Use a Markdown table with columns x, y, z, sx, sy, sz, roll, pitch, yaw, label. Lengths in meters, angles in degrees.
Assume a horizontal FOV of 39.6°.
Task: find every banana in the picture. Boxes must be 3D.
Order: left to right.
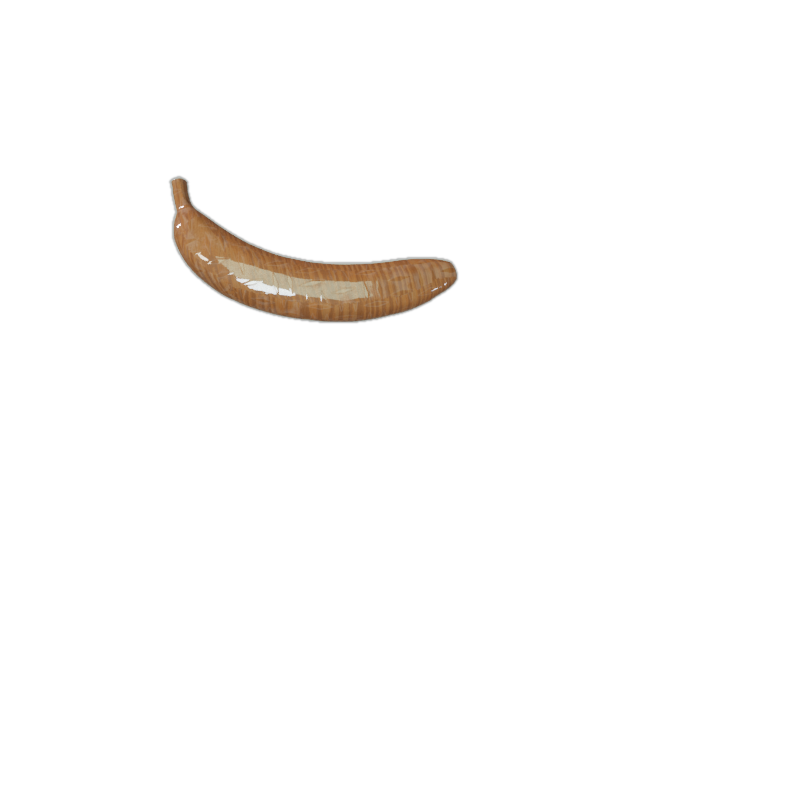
| x | y | z | sx | sy | sz | roll | pitch | yaw | label |
| --- | --- | --- | --- | --- | --- | --- | --- | --- | --- |
| -0.065 | -0.085 | 0.709 | 0.199 | 0.071 | 0.036 | 18 | -9 | 3 | banana |
